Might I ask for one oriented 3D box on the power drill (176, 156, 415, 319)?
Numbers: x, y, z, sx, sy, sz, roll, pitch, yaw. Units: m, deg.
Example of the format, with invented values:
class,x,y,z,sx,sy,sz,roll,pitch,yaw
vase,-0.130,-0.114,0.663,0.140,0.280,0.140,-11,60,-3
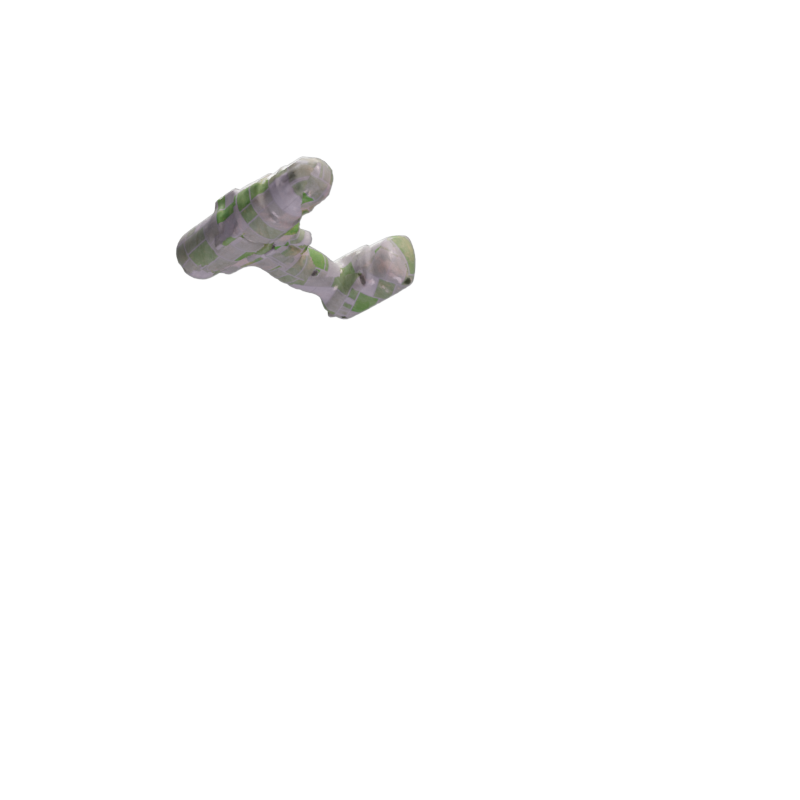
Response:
class,x,y,z,sx,sy,sz,roll,pitch,yaw
power drill,-0.077,-0.140,0.977,0.176,0.061,0.185,21,-32,-39
